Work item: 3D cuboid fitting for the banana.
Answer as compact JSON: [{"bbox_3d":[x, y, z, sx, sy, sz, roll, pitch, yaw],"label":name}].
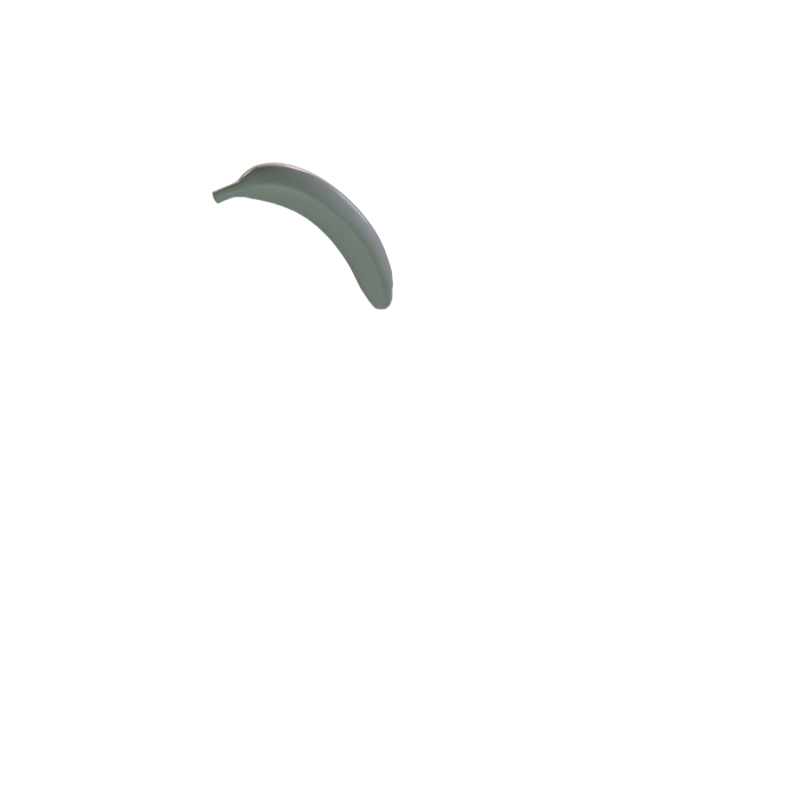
[{"bbox_3d":[-0.068,-0.155,0.983,0.189,0.068,0.039,34,27,-20],"label":"banana"}]
